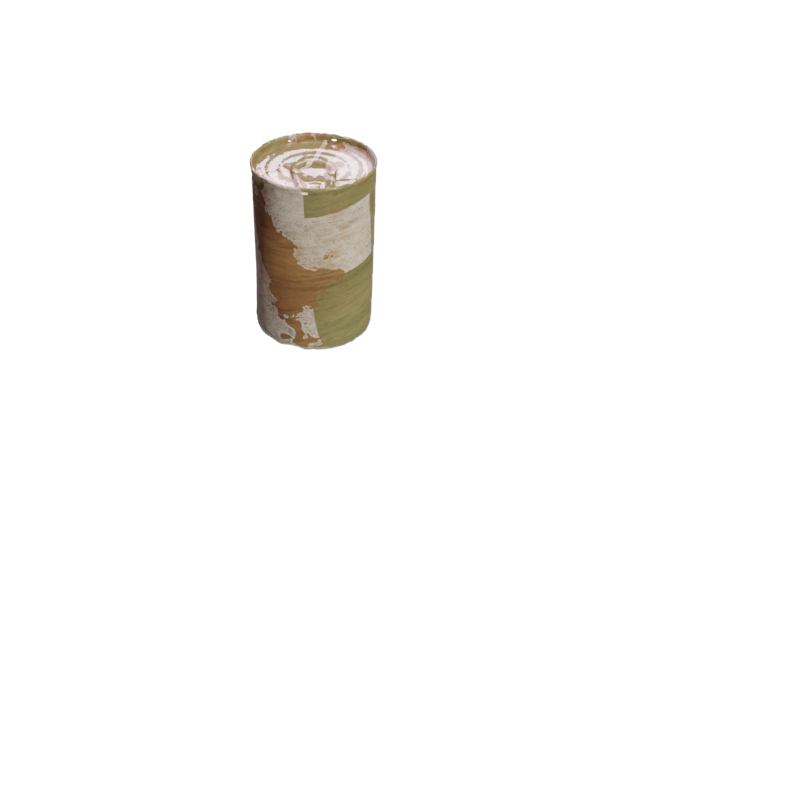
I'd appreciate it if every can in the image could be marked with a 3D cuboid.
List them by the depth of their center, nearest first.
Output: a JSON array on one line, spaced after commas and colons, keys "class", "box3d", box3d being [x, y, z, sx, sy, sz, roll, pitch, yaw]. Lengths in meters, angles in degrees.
[{"class": "can", "box3d": [-0.048, -0.088, 0.614, 0.068, 0.096, 0.073, 0, 33, -3]}]
